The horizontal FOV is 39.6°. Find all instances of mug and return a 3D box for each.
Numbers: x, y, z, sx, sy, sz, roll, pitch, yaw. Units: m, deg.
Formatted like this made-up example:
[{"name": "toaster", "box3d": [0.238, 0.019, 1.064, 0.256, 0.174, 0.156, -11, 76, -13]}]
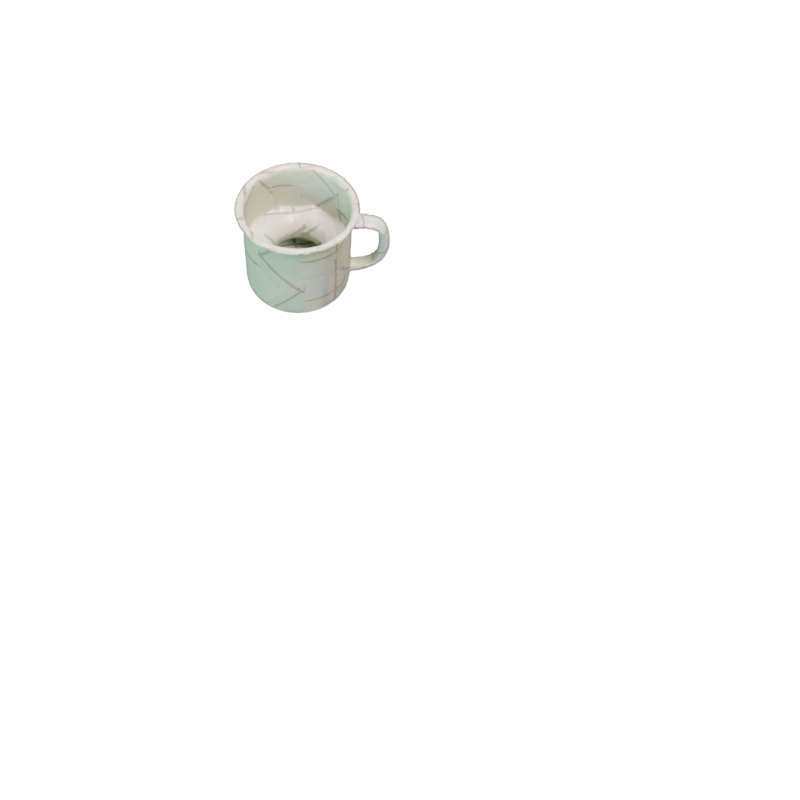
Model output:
[{"name": "mug", "box3d": [-0.067, -0.121, 0.851, 0.117, 0.100, 0.076, -2, -38, -3]}]
